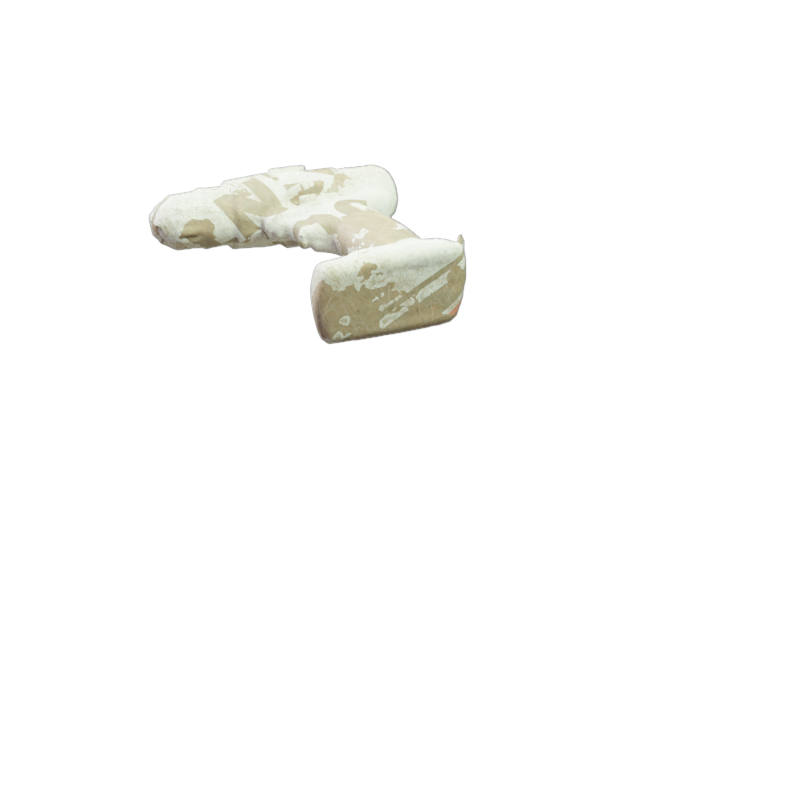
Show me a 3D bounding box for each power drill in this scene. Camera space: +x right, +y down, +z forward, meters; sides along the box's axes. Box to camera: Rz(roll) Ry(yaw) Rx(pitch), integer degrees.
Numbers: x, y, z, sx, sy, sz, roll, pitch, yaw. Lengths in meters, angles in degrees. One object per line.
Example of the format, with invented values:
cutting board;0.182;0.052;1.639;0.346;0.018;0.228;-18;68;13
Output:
power drill;-0.058;-0.105;0.738;0.181;0.054;0.202;-14;34;-21
